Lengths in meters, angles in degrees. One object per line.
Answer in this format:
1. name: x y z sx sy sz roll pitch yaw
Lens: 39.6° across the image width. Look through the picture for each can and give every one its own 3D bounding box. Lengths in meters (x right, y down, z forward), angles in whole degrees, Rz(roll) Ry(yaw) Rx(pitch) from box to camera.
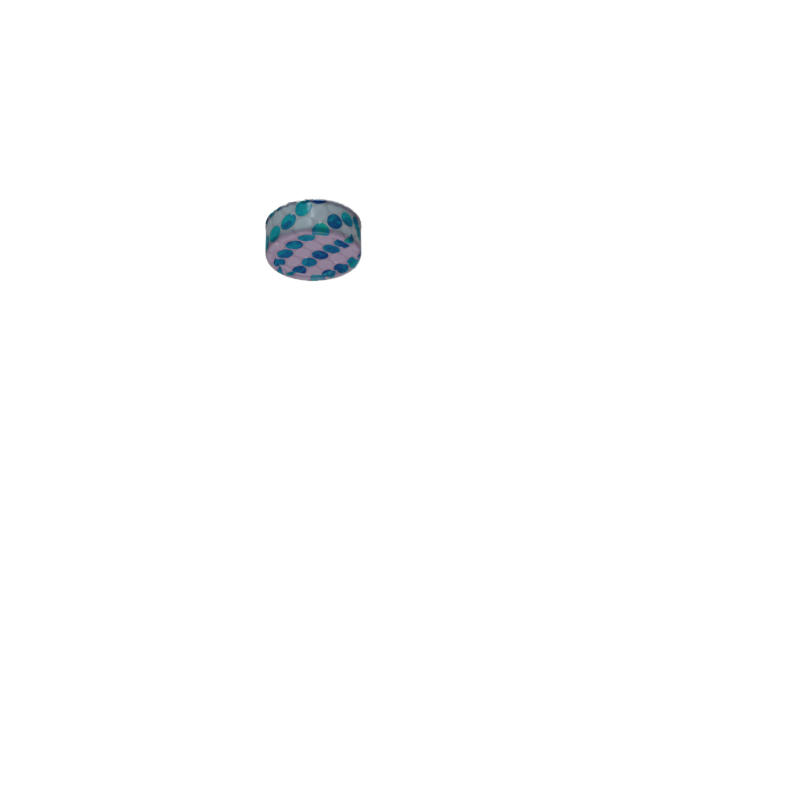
1. can: -0.076 -0.139 0.976 0.086 0.036 0.081 1 -27 -2
